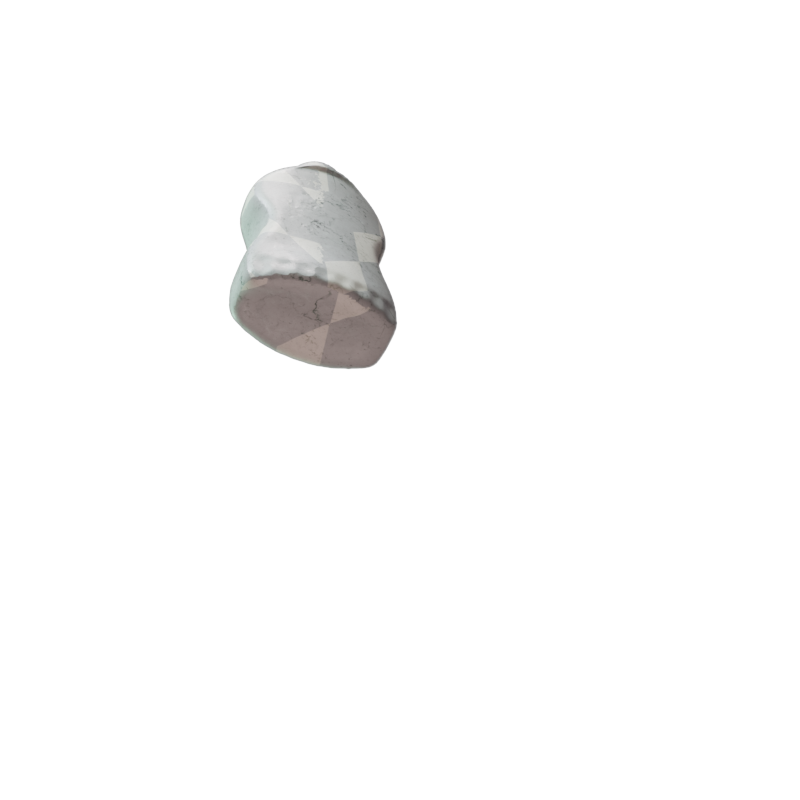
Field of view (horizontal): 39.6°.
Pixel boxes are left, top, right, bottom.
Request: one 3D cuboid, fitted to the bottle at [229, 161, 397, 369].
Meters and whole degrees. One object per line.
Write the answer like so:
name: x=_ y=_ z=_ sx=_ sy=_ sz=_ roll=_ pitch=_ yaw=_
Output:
bottle: x=-0.055 y=-0.102 z=0.708 sx=0.094 sy=0.056 sz=0.205 roll=17 pitch=32 yaw=-15
